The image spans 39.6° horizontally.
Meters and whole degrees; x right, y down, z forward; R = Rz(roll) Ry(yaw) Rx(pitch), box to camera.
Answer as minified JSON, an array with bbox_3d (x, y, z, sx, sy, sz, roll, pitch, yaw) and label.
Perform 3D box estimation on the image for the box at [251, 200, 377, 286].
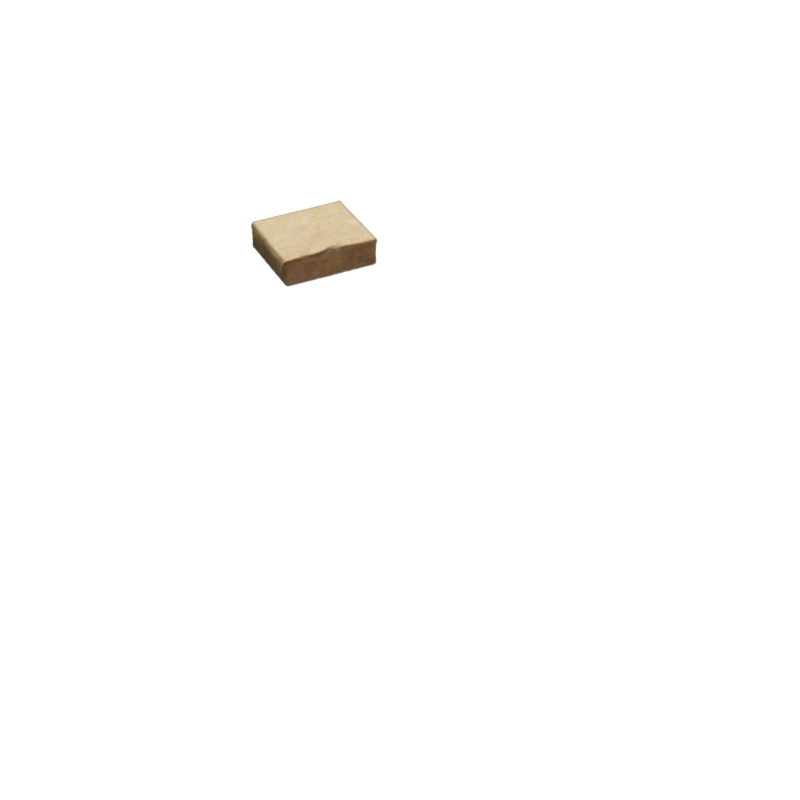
[{"bbox_3d":[-0.075,-0.137,0.962,0.088,0.028,0.079,-16,40,-21],"label":"box"}]
